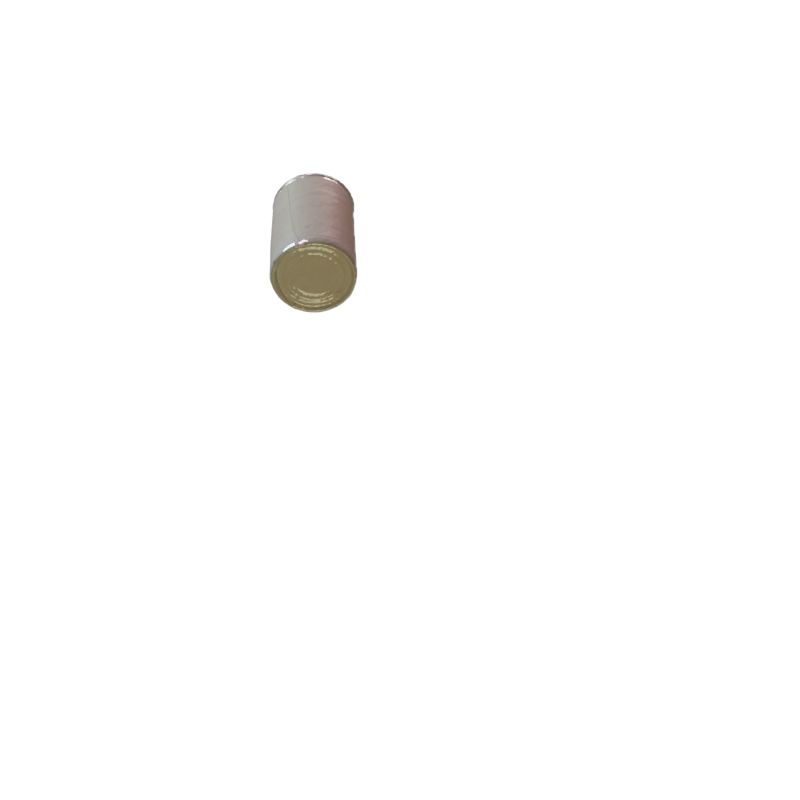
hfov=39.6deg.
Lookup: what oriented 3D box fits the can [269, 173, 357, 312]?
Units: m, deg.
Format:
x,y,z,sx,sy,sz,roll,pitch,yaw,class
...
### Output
x,y,z,sx,sy,sz,roll,pitch,yaw,class
-0.069,-0.125,0.879,0.068,0.064,0.109,-1,38,-3,can
